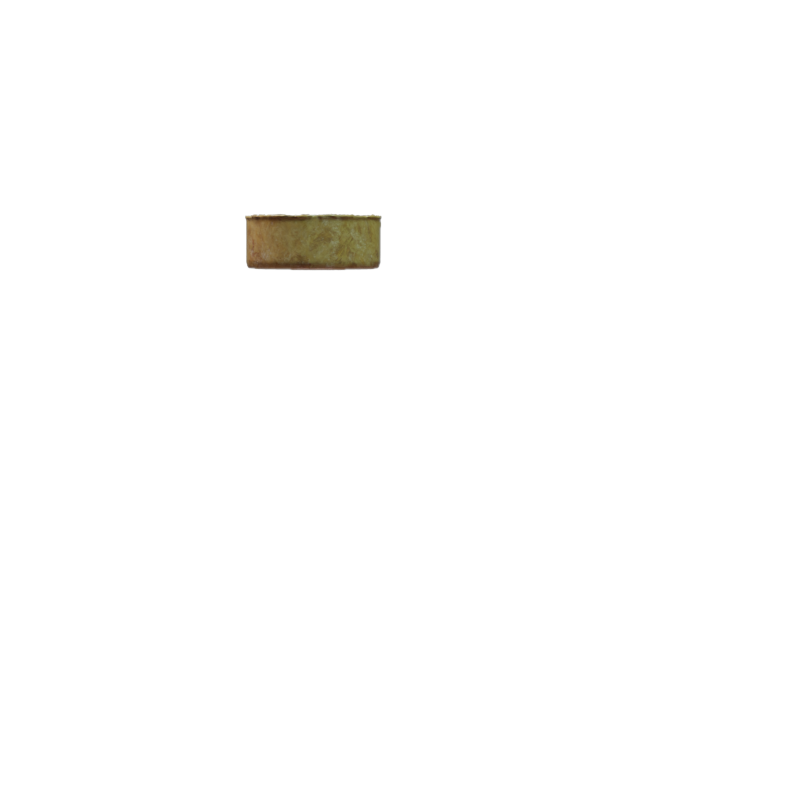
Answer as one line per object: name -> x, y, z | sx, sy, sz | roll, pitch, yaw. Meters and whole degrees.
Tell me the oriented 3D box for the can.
can -> -0.054, -0.099, 0.696 | 0.086, 0.033, 0.087 | 0, 7, -2
